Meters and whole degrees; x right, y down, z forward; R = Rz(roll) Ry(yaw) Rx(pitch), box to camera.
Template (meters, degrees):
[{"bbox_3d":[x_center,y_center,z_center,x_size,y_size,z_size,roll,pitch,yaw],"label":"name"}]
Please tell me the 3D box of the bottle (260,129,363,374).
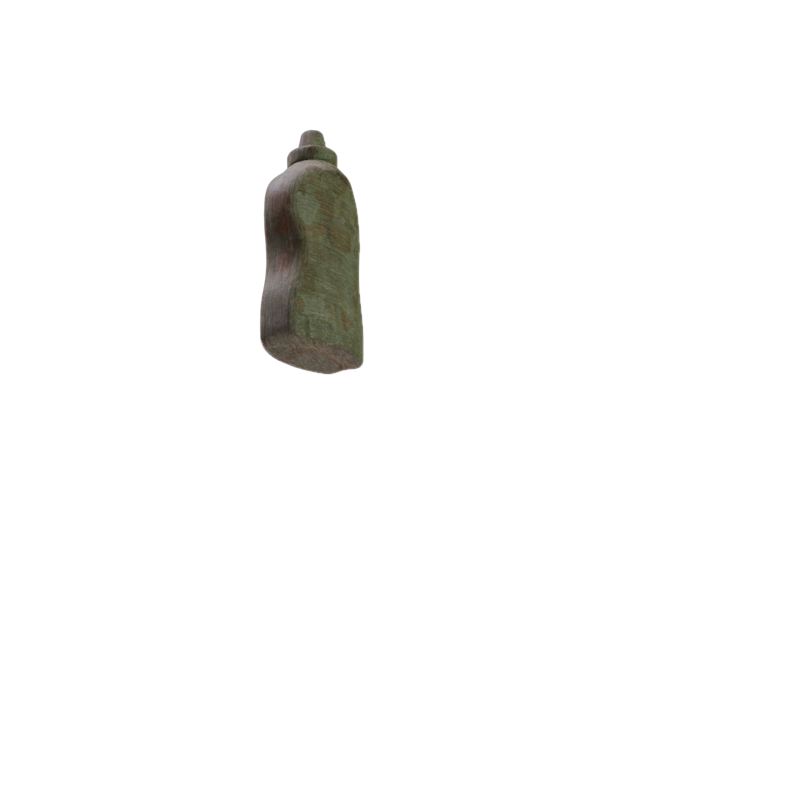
[{"bbox_3d":[-0.068,-0.123,0.863,0.059,0.202,0.090,-17,-26,32],"label":"bottle"}]
